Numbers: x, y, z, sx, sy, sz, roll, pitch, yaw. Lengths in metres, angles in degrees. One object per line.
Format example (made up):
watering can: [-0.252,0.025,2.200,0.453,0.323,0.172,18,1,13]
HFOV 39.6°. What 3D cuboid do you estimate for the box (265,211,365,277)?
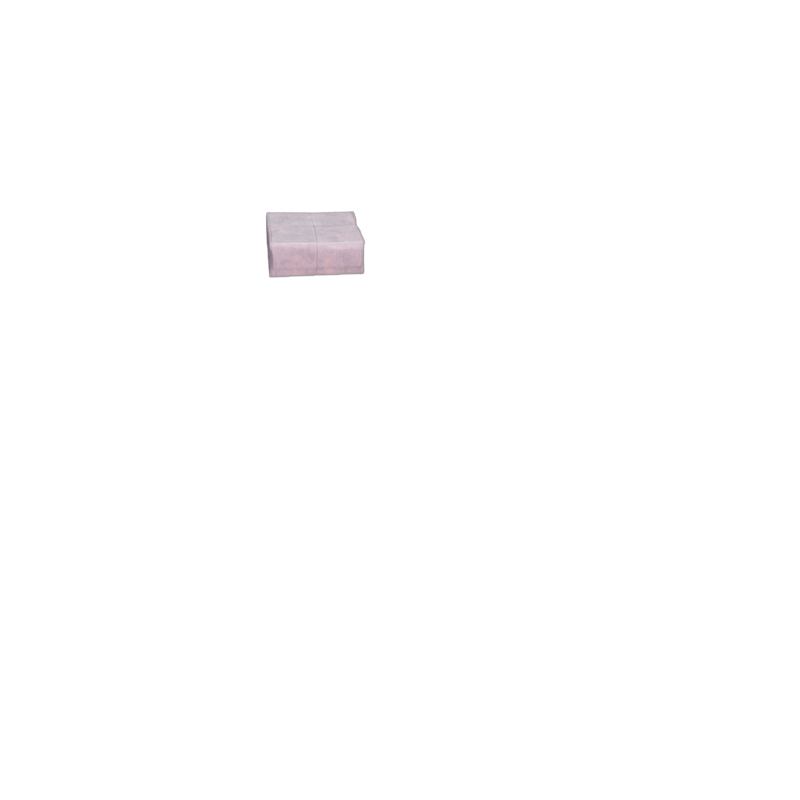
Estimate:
box: [-0.068,-0.124,0.871,0.073,0.029,0.094,-2,24,-5]
